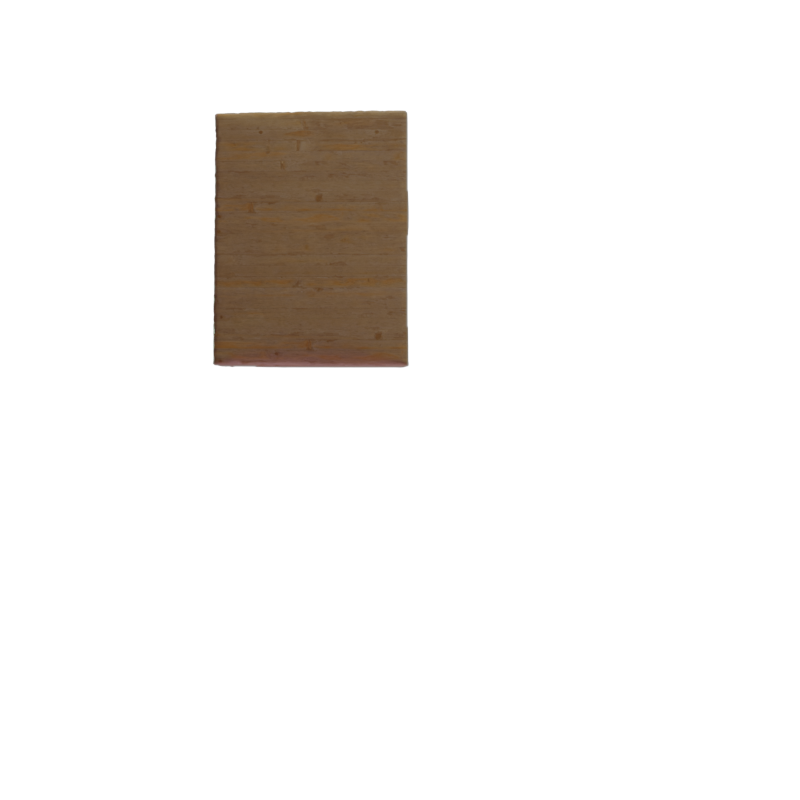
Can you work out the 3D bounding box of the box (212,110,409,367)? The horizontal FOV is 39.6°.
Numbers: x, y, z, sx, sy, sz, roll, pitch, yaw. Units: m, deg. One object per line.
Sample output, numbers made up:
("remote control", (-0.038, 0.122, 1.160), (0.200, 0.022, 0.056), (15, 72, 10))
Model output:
("box", (-0.074, -0.136, 0.949), (0.165, 0.216, 0.071), (0, -5, 3))
